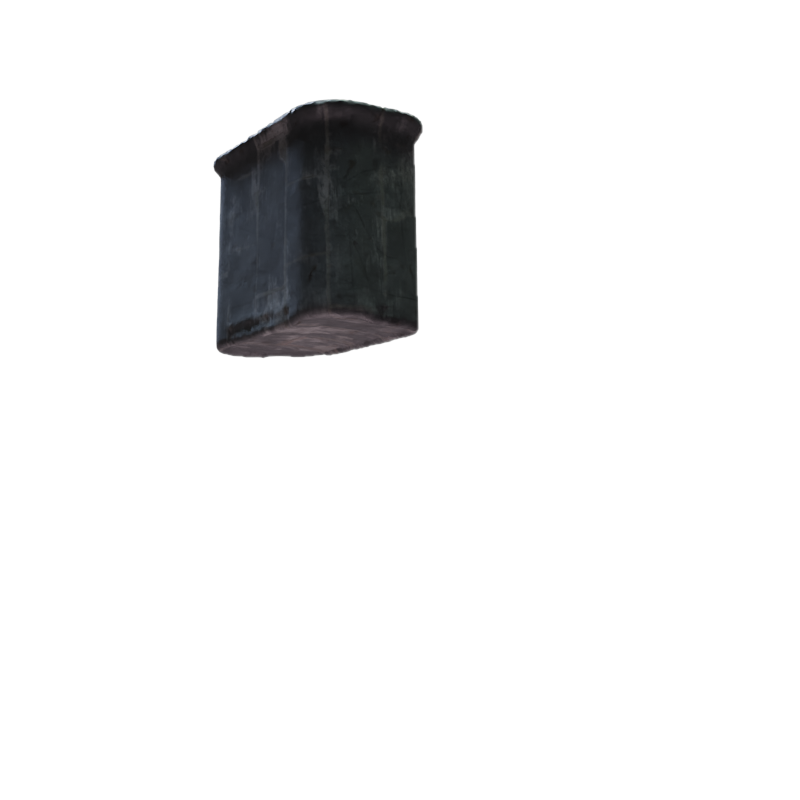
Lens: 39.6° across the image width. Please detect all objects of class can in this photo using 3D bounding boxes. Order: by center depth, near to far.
[{"bbox_3d":[-0.036,-0.065,0.452,0.055,0.086,0.103,7,-13,-33],"label":"can"}]
